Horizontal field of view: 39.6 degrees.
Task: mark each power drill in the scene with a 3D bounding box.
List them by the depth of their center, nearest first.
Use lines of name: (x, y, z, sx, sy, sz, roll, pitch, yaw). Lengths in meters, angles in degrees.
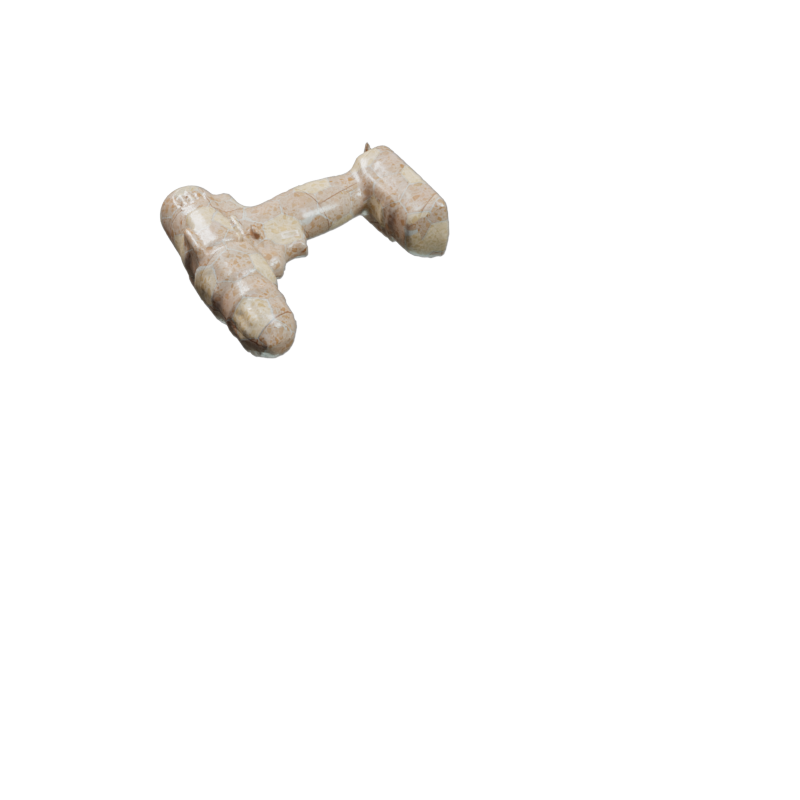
power drill: (-0.063, -0.114, 0.799, 0.185, 0.053, 0.200, -19, 45, -20)
